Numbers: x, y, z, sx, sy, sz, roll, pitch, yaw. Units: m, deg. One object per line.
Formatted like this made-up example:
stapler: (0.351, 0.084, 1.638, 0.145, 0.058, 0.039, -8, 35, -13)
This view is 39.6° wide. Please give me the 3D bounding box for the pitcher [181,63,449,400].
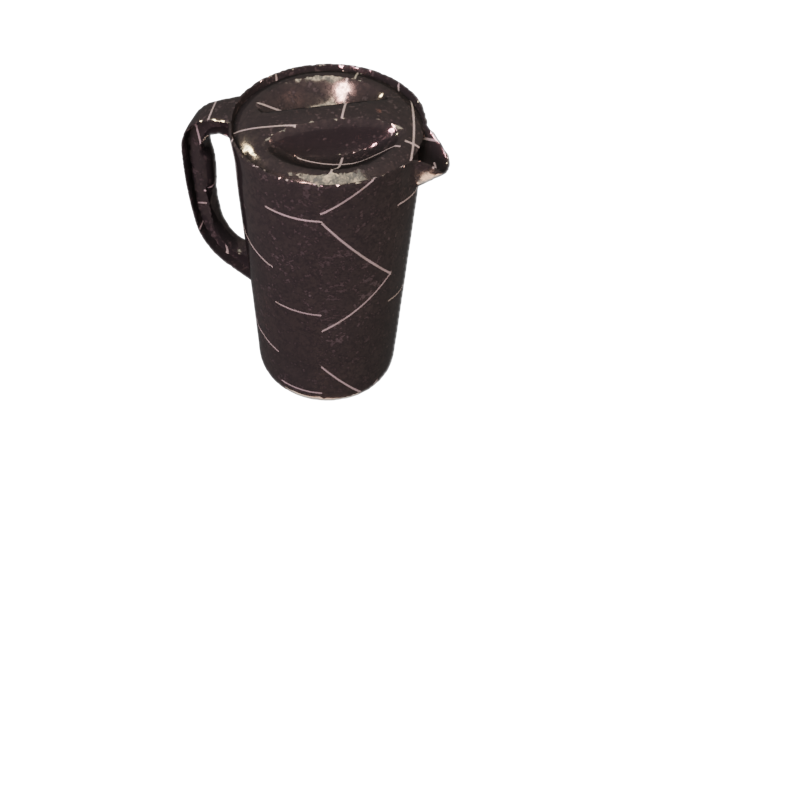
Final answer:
pitcher: (-0.064, -0.116, 0.815, 0.144, 0.226, 0.161, -22, 52, -22)
